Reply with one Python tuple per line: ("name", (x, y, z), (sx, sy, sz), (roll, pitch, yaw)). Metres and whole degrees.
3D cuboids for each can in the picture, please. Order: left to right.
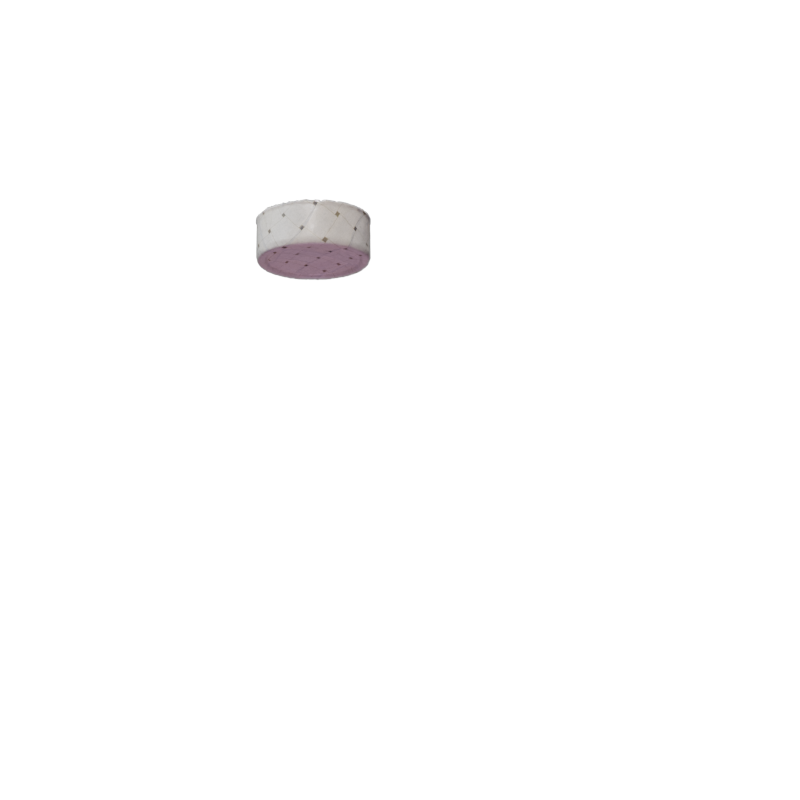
("can", (-0.064, -0.117, 0.821), (0.086, 0.035, 0.083), (0, -14, -2))
